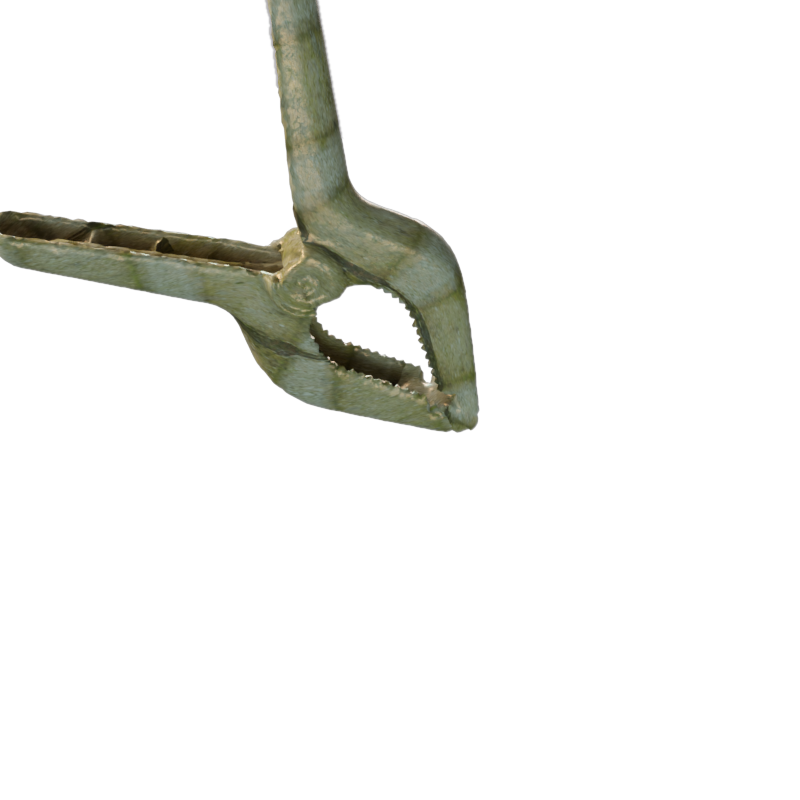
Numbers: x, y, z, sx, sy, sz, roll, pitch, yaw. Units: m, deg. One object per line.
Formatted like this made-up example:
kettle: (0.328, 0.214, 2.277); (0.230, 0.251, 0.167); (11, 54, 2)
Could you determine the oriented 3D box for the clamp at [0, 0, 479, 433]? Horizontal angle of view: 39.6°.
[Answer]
clamp: (-0.035, -0.063, 0.442); (0.201, 0.162, 0.039); (36, 24, -19)
